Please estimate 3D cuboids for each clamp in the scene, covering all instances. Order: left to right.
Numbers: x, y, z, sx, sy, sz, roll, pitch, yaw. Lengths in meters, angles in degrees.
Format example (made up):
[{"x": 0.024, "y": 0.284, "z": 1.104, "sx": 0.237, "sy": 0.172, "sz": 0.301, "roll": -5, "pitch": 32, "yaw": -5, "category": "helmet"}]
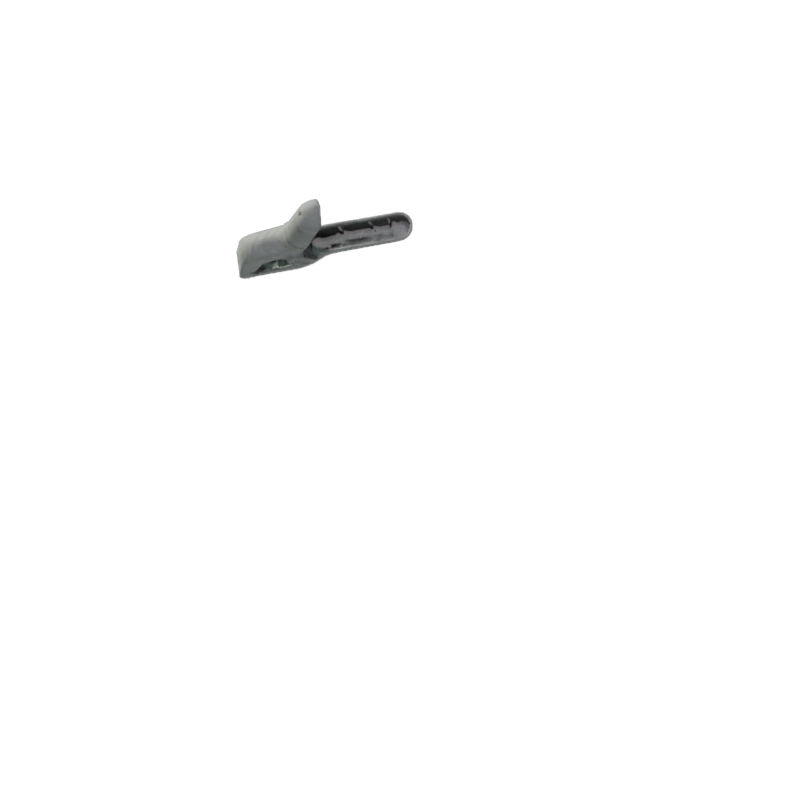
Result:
[{"x": -0.075, "y": -0.138, "z": 0.964, "sx": 0.115, "sy": 0.040, "sz": 0.174, "roll": 6, "pitch": -10, "yaw": -36, "category": "clamp"}]
